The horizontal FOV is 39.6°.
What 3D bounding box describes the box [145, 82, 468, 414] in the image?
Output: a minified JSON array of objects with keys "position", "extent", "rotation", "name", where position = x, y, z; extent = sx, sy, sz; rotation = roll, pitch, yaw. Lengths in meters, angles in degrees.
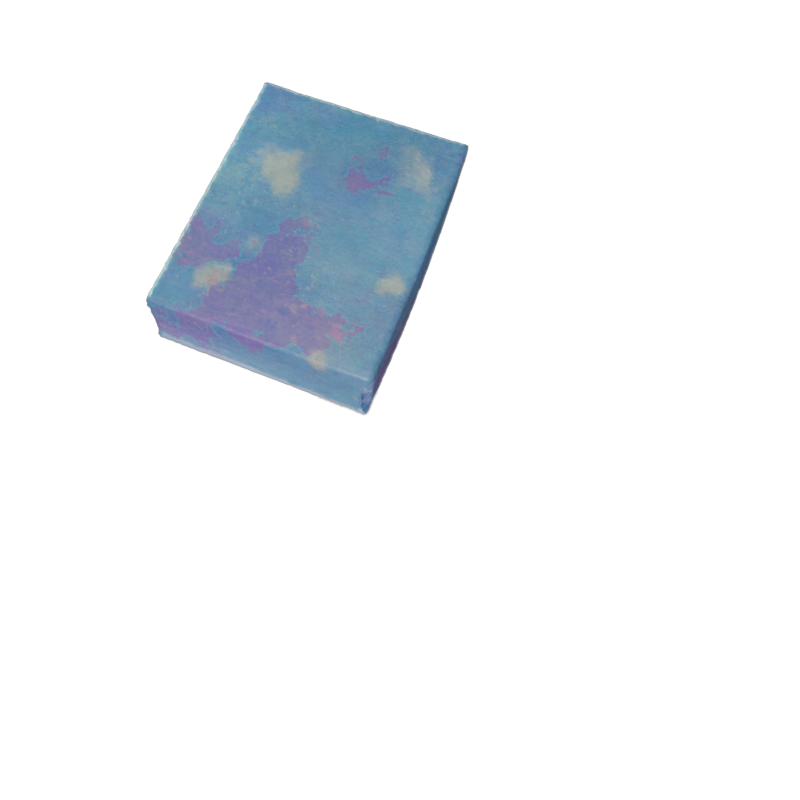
[{"position":[-0.034,-0.062,0.436],"extent":[0.092,0.118,0.037],"rotation":[19,-28,10],"name":"box"}]
